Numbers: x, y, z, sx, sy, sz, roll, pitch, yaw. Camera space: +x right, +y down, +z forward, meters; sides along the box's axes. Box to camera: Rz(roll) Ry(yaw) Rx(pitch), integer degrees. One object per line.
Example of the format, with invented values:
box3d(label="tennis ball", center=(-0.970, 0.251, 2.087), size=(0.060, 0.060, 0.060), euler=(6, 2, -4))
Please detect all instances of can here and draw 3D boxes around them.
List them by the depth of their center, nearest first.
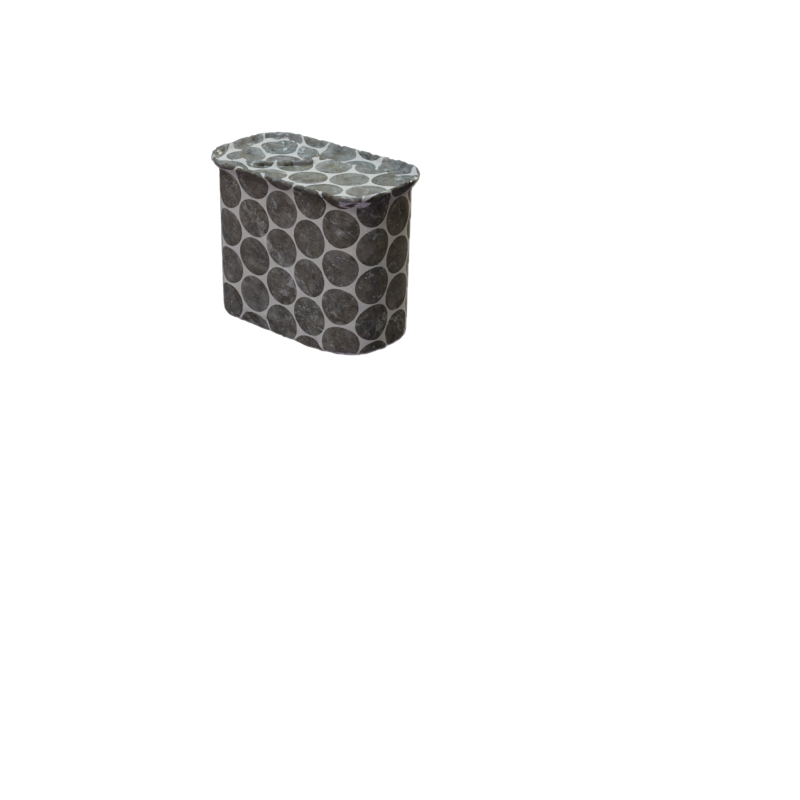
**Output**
box3d(label="can", center=(-0.043, -0.077, 0.542), size=(0.108, 0.079, 0.057), euler=(22, 33, 34))
